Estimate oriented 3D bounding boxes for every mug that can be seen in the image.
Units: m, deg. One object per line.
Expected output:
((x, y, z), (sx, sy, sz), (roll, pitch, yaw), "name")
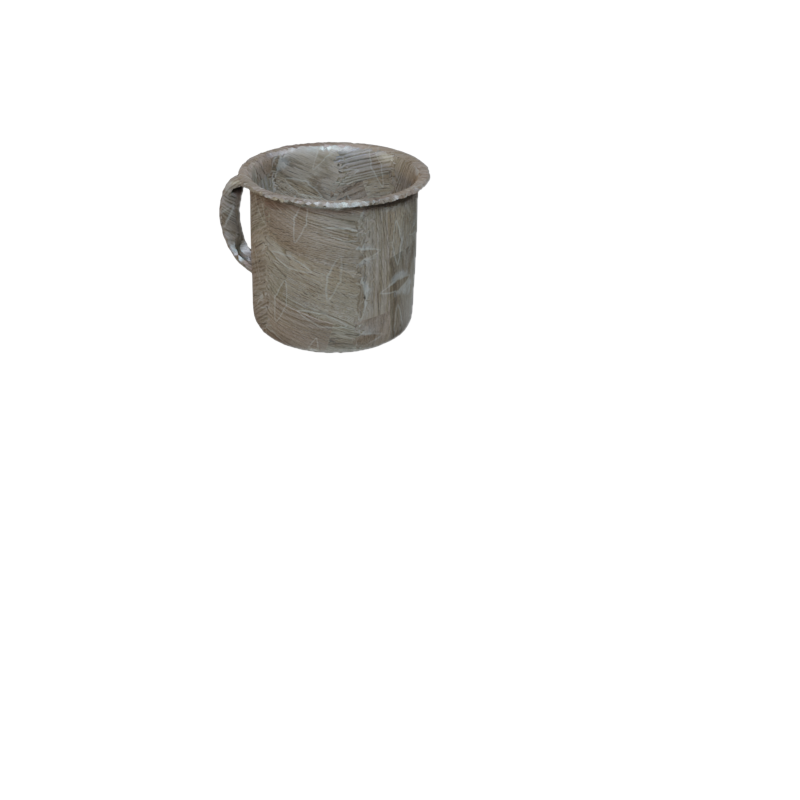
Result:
((-0.044, -0.080, 0.557), (0.123, 0.077, 0.094), (16, 31, 28), "mug")
